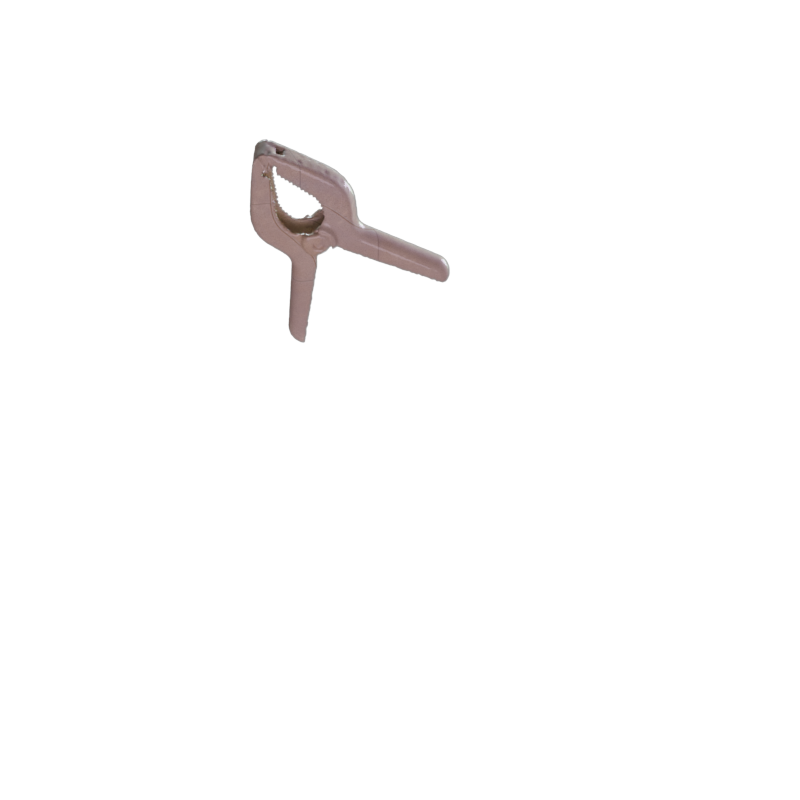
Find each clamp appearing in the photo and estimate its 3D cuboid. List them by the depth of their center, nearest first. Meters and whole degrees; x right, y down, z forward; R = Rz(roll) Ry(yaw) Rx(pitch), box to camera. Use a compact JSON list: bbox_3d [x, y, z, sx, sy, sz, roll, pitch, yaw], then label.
[{"bbox_3d":[-0.078,-0.141,0.990,0.164,0.039,0.196,-30,-57,22],"label":"clamp"}]
